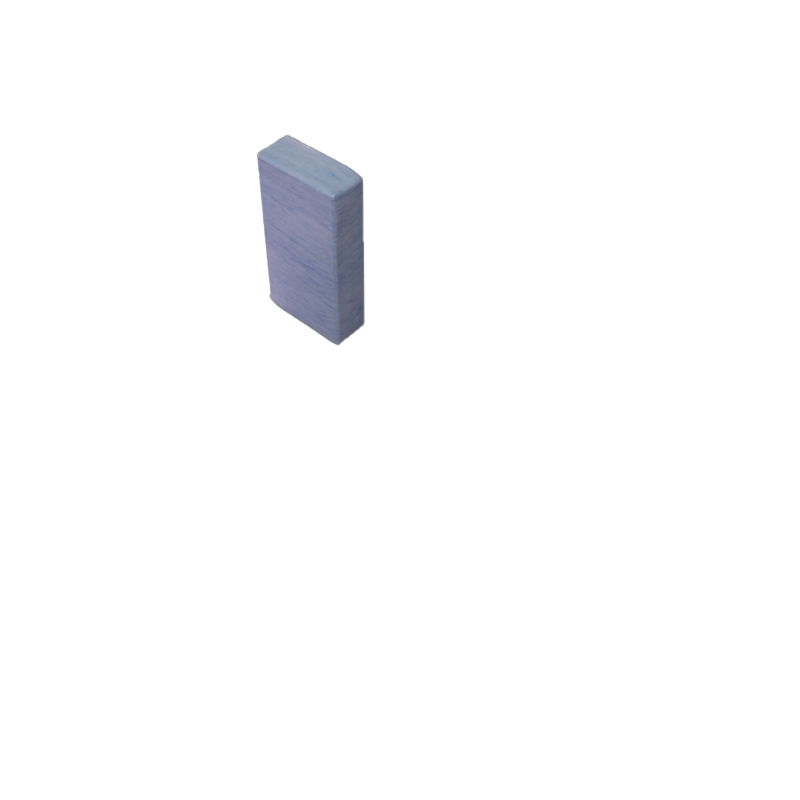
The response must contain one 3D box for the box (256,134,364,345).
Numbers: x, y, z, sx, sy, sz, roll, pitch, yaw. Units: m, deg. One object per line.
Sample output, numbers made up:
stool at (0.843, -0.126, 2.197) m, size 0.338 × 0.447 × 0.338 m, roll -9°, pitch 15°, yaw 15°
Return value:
box at (-0.077, -0.141, 0.986) m, size 0.099 × 0.164 × 0.048 m, roll 34°, pitch 51°, yaw 28°
